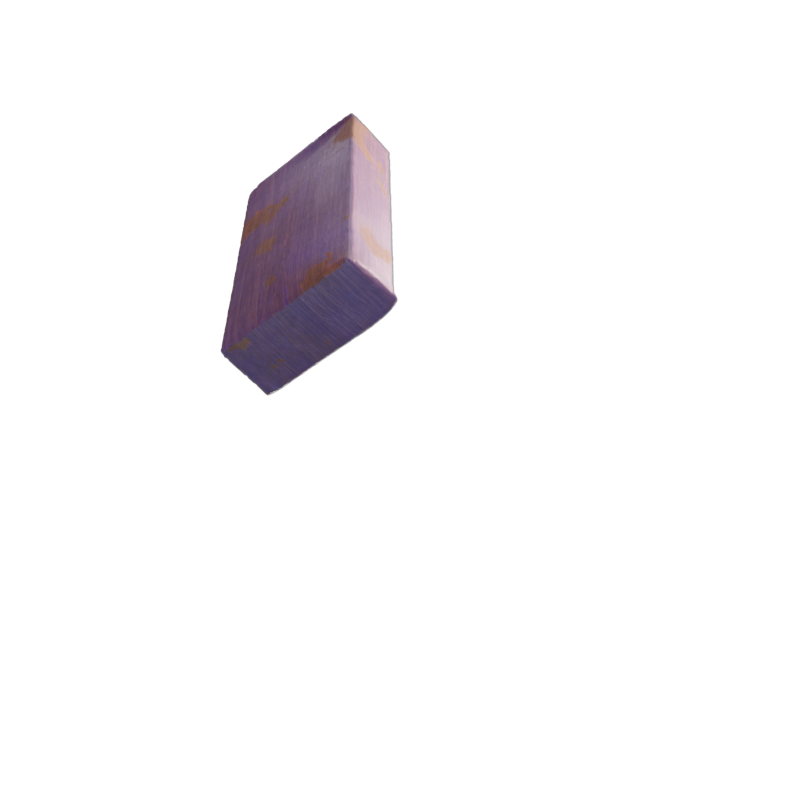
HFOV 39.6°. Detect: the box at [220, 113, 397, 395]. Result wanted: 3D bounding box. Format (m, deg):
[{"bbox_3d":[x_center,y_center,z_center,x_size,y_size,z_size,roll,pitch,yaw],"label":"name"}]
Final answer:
[{"bbox_3d":[-0.051,-0.092,0.643,0.093,0.189,0.045,-34,-58,20],"label":"box"}]
